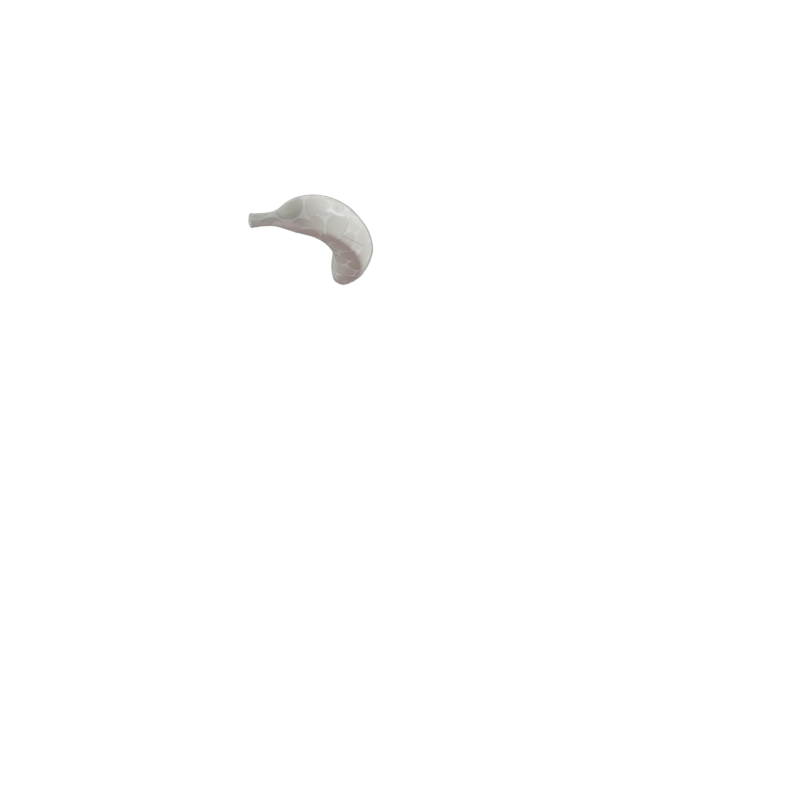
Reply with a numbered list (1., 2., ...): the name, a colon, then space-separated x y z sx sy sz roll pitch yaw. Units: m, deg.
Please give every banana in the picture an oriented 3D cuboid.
1. banana: -0.061 -0.143 0.974 0.071 0.038 0.186 -6 -14 20
